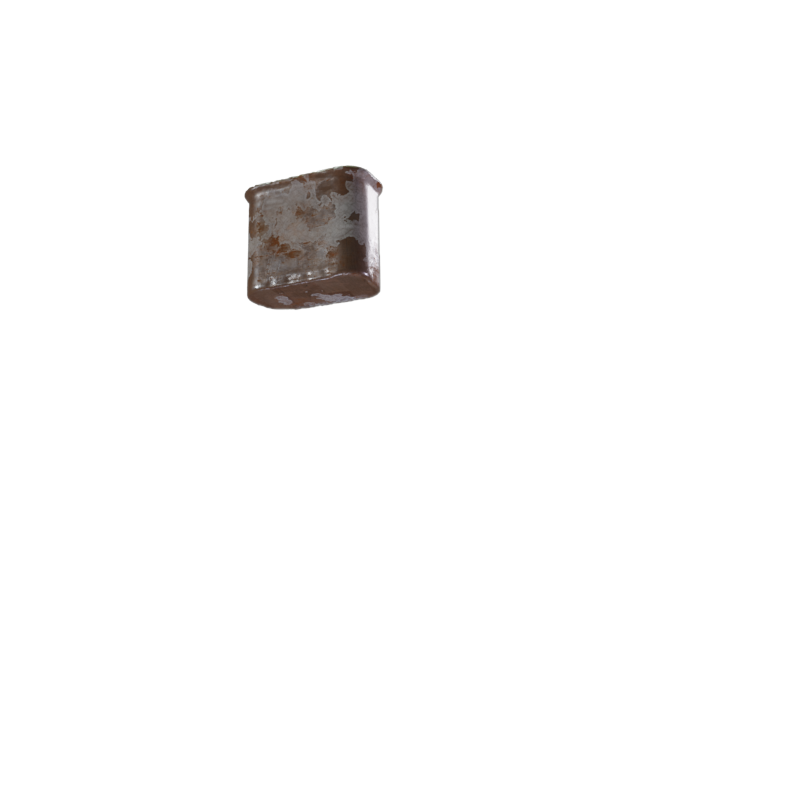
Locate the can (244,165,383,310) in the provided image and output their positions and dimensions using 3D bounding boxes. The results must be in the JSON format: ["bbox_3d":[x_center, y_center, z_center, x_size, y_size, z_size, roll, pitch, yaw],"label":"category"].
[{"bbox_3d":[-0.064,-0.116,0.813,0.104,0.088,0.054,-9,-21,23],"label":"can"}]
